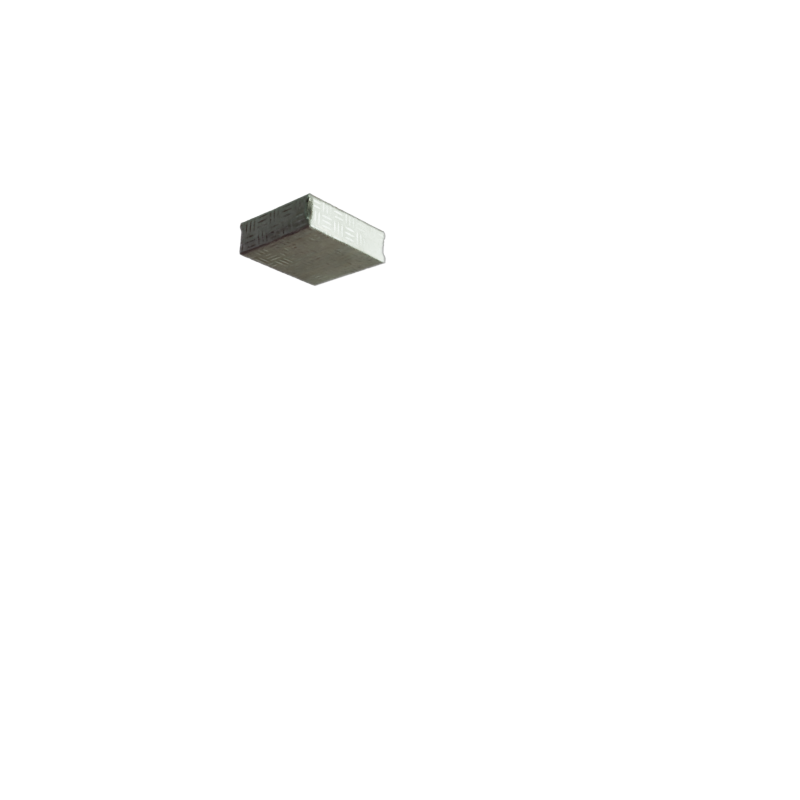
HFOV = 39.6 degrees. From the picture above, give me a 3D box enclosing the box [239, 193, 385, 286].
[{"bbox_3d":[-0.066,-0.120,0.842,0.074,0.032,0.084,-16,-24,38],"label":"box"}]
